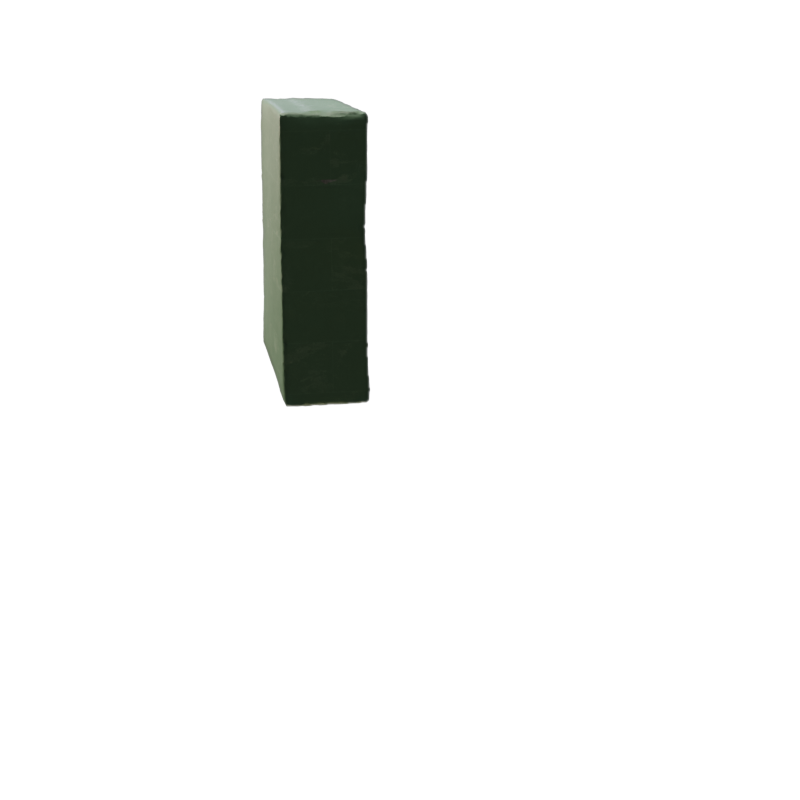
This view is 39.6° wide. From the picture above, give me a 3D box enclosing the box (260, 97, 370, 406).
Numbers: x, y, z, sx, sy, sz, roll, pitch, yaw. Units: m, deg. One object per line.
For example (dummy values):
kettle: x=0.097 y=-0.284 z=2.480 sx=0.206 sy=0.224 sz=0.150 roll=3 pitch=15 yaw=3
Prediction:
box: x=-0.067 y=-0.123 z=0.860 sx=0.071 sy=0.208 sz=0.171 roll=-2 pitch=14 yaw=-11
